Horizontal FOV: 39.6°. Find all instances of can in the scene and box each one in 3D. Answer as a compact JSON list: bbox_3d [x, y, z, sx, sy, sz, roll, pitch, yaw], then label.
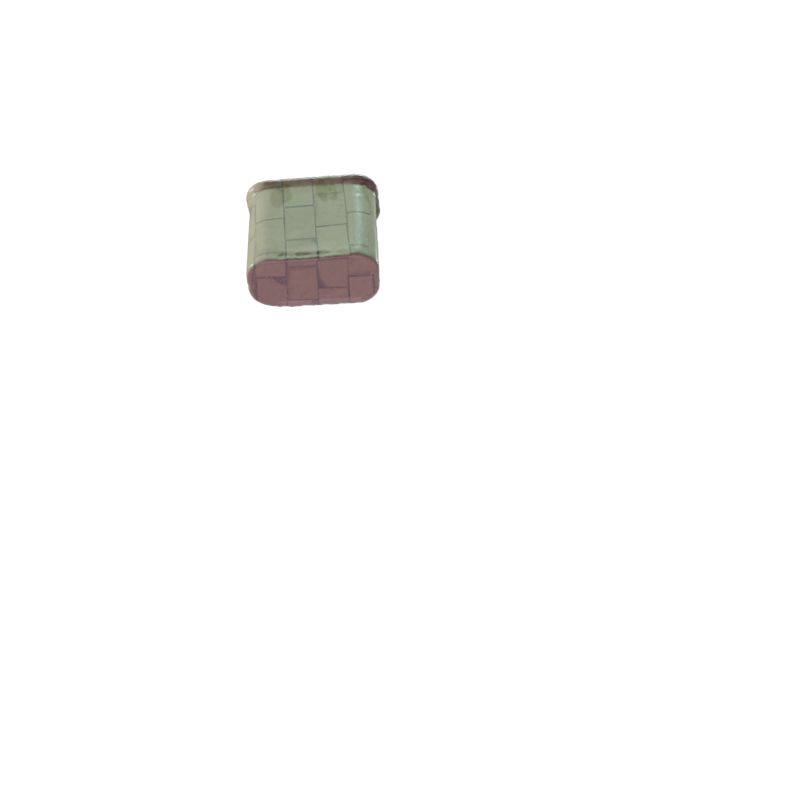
[{"bbox_3d":[-0.065,-0.118,0.829,0.102,0.090,0.053,-4,-41,3],"label":"can"}]
